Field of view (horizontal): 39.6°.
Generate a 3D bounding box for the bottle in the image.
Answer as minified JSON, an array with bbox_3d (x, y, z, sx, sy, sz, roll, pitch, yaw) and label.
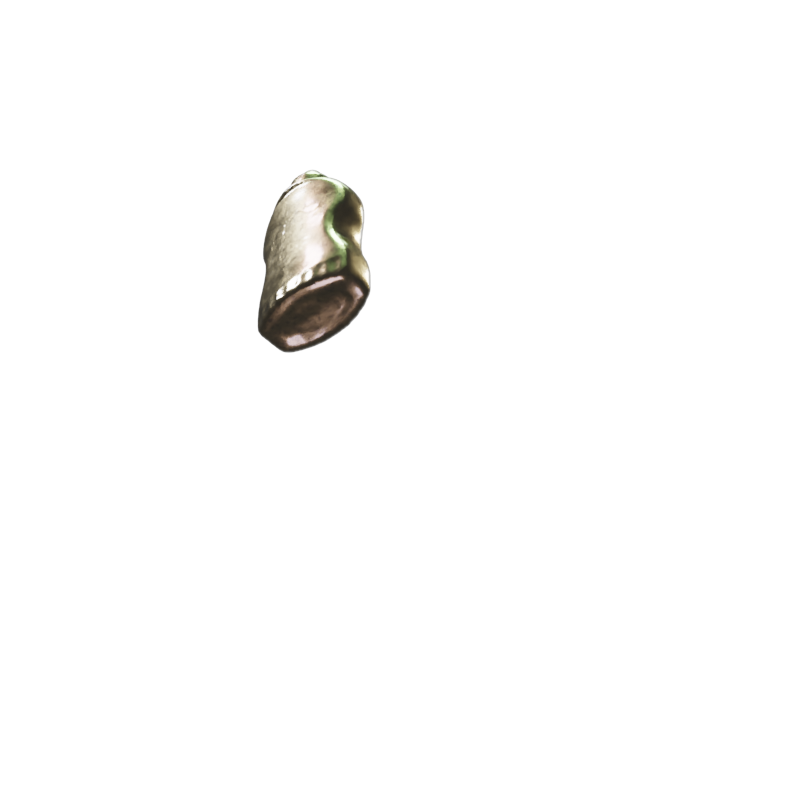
[{"bbox_3d":[-0.073,-0.132,0.924,0.095,0.206,0.055,-36,-55,25],"label":"bottle"}]
